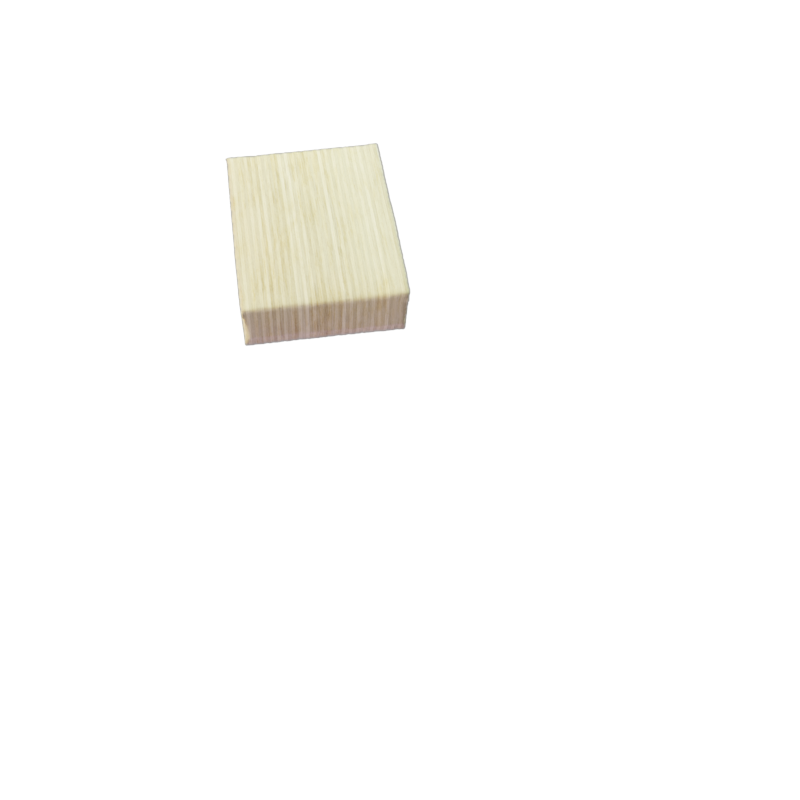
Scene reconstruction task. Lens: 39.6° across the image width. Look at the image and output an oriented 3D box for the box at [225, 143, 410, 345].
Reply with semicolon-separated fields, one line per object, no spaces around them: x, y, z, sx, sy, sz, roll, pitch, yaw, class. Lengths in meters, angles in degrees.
-0.048;-0.088;0.620;0.089;0.122;0.036;-7;-37;-6;box
